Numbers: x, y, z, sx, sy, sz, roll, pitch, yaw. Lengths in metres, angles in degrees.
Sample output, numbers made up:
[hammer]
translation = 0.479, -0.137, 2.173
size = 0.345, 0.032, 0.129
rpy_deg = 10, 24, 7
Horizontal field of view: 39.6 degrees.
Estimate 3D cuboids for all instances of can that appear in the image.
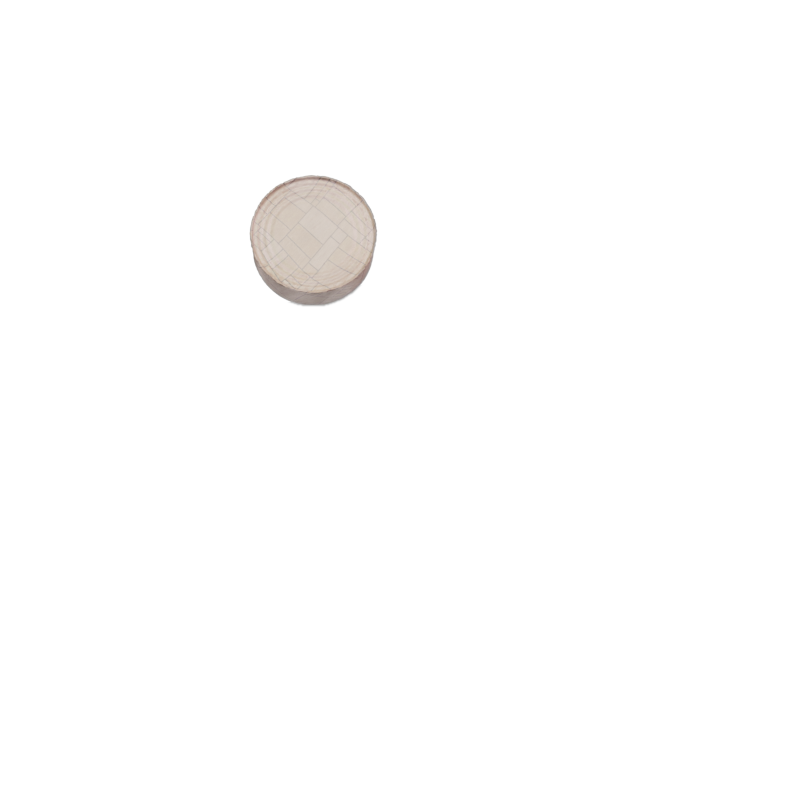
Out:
[can]
translation = -0.060, -0.109, 0.761
size = 0.086, 0.090, 0.032
rpy_deg = -1, -20, -1
